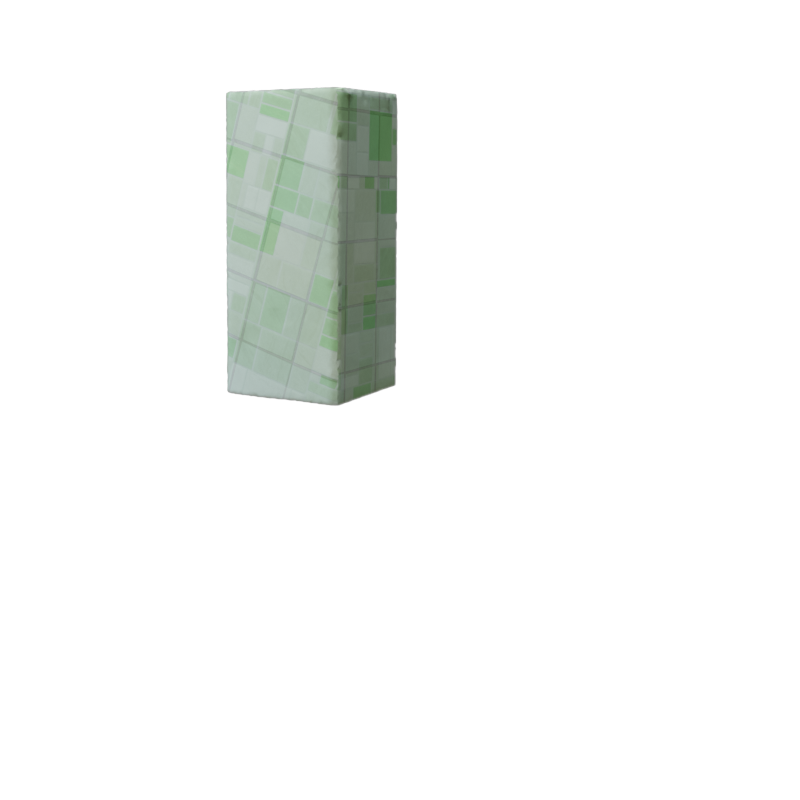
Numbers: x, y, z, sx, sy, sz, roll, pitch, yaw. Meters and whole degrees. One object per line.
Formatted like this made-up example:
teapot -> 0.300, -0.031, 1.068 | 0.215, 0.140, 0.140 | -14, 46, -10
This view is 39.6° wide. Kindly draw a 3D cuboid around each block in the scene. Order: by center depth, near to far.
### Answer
block -> -0.060, -0.110, 0.768 | 0.093, 0.204, 0.088 | 3, 6, 29
